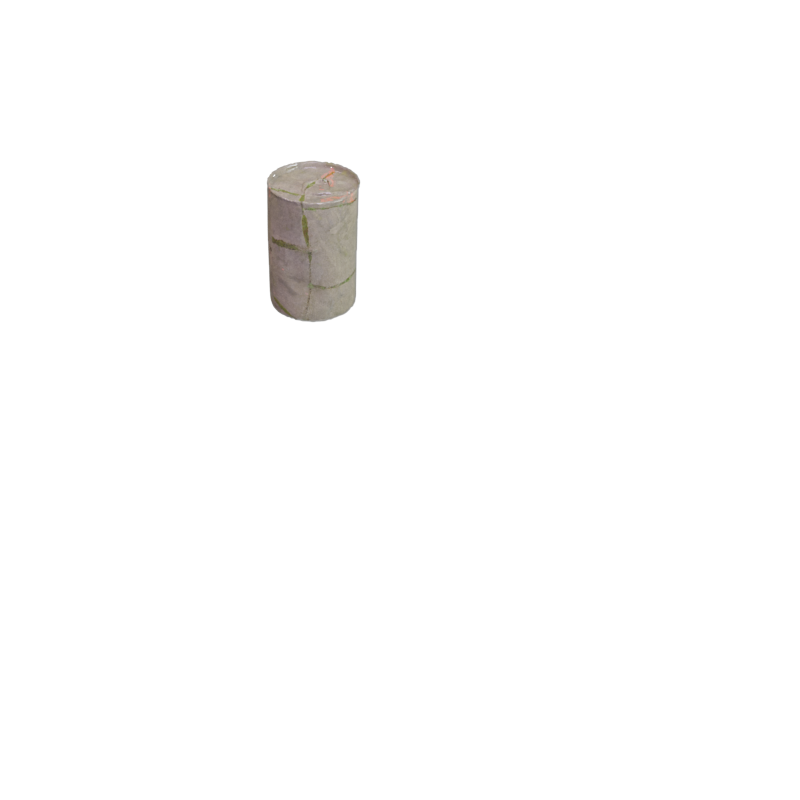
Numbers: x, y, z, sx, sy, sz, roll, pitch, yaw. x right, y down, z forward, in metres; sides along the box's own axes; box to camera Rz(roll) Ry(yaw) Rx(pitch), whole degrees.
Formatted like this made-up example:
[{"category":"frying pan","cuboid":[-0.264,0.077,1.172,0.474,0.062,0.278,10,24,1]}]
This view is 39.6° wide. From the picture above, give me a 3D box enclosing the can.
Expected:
[{"category":"can","cuboid":[-0.065,-0.118,0.829,0.068,0.096,0.073,0,33,-3]}]
